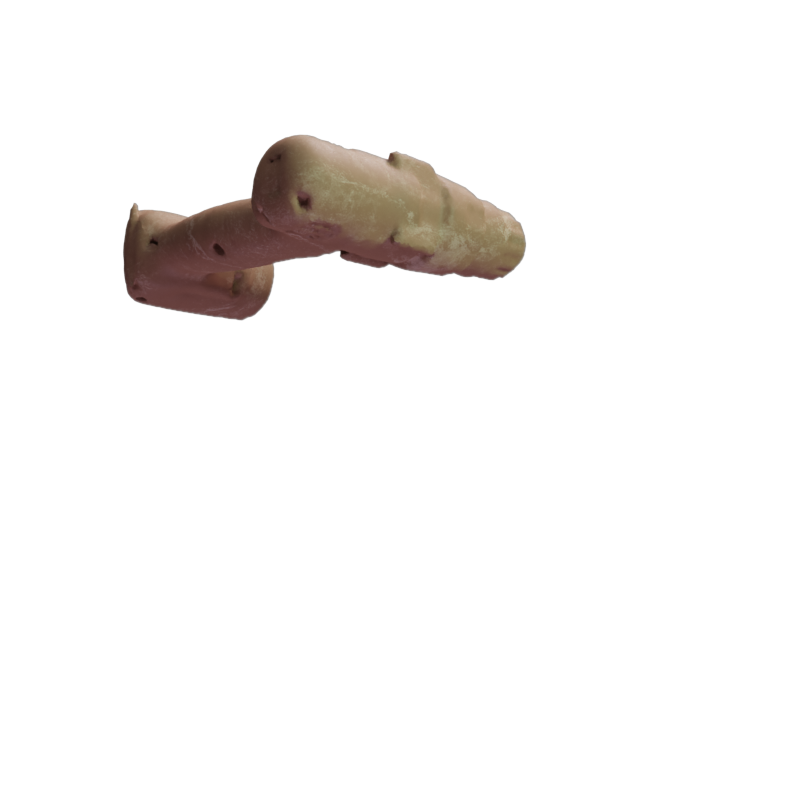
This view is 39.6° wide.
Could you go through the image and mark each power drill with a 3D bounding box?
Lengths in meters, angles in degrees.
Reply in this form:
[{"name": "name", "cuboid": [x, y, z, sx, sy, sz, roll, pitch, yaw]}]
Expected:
[{"name": "power drill", "cuboid": [-0.048, -0.088, 0.614, 0.191, 0.059, 0.174, -11, -15, 42]}]
